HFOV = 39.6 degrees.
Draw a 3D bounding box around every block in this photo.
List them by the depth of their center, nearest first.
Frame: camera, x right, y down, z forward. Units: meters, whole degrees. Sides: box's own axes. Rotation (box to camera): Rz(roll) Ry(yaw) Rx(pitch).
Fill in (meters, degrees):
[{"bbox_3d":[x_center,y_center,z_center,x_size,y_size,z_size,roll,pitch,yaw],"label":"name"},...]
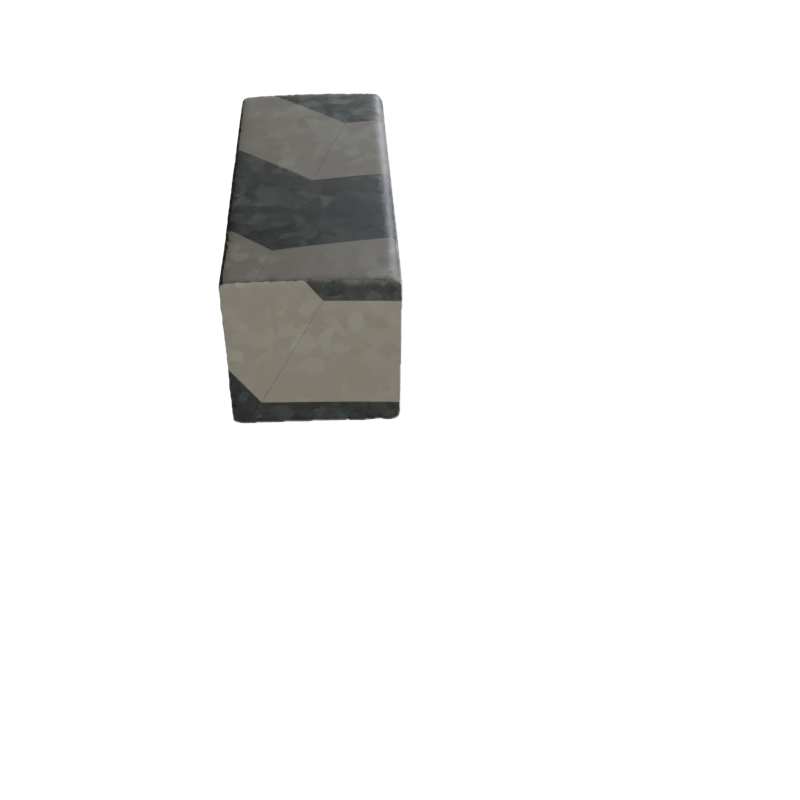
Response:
[{"bbox_3d":[-0.049,-0.091,0.638,0.090,0.085,0.221,-2,38,-2],"label":"block"}]
